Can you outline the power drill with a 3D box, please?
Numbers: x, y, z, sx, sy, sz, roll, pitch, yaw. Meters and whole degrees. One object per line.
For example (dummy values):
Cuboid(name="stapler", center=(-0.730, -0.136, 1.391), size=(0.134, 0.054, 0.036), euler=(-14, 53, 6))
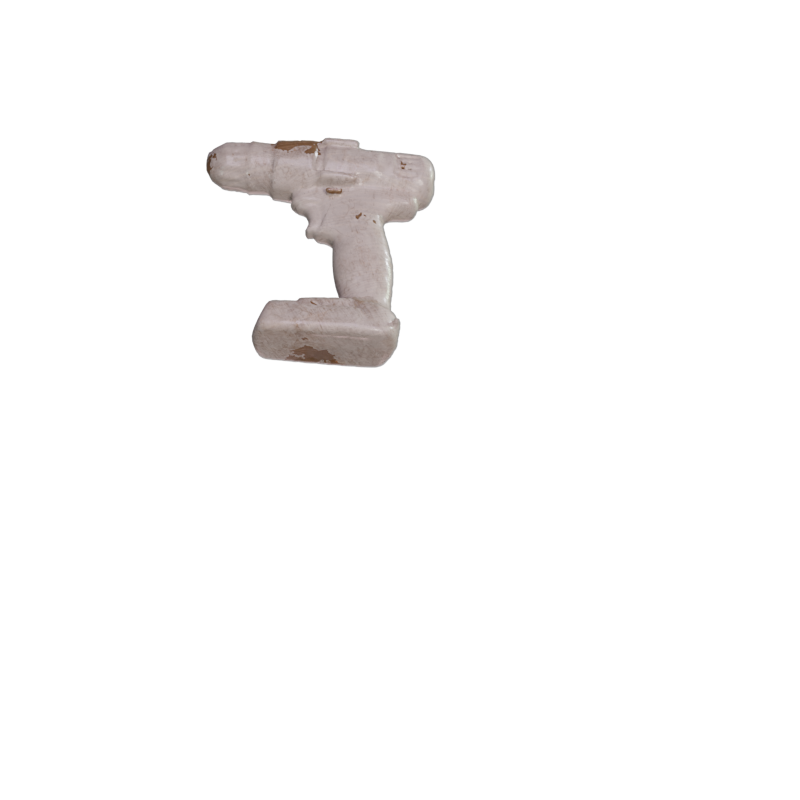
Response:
Cuboid(name="power drill", center=(-0.067, -0.122, 0.853), size=(0.185, 0.199, 0.054), euler=(3, -31, 2))
